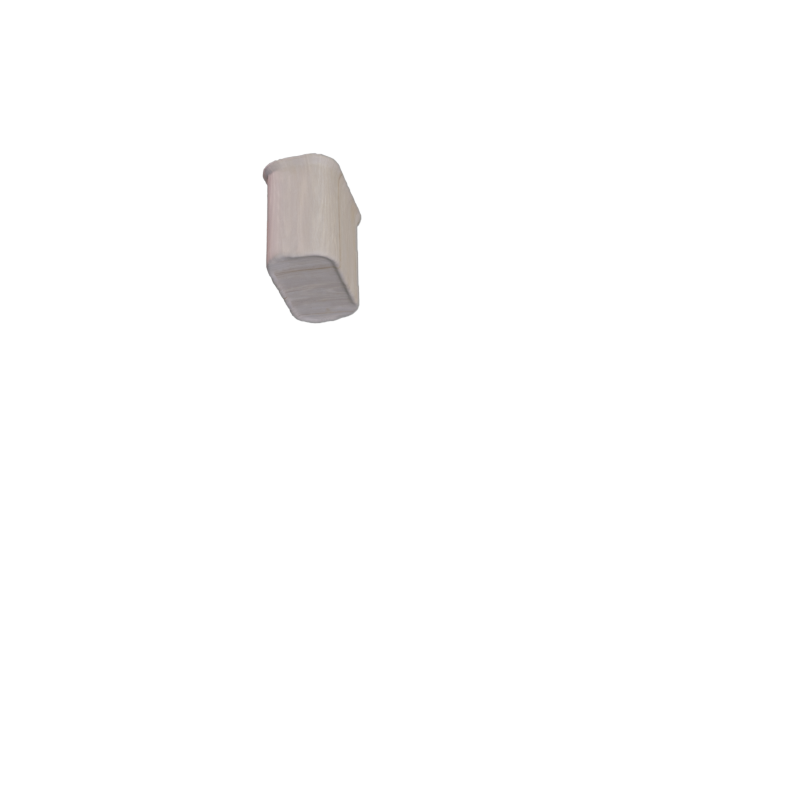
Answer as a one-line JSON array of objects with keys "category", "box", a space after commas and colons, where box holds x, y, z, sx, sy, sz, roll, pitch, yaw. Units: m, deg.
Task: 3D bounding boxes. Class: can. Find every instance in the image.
[{"category": "can", "box": [-0.063, -0.116, 0.811, 0.058, 0.089, 0.094, -8, -30, 11]}]
